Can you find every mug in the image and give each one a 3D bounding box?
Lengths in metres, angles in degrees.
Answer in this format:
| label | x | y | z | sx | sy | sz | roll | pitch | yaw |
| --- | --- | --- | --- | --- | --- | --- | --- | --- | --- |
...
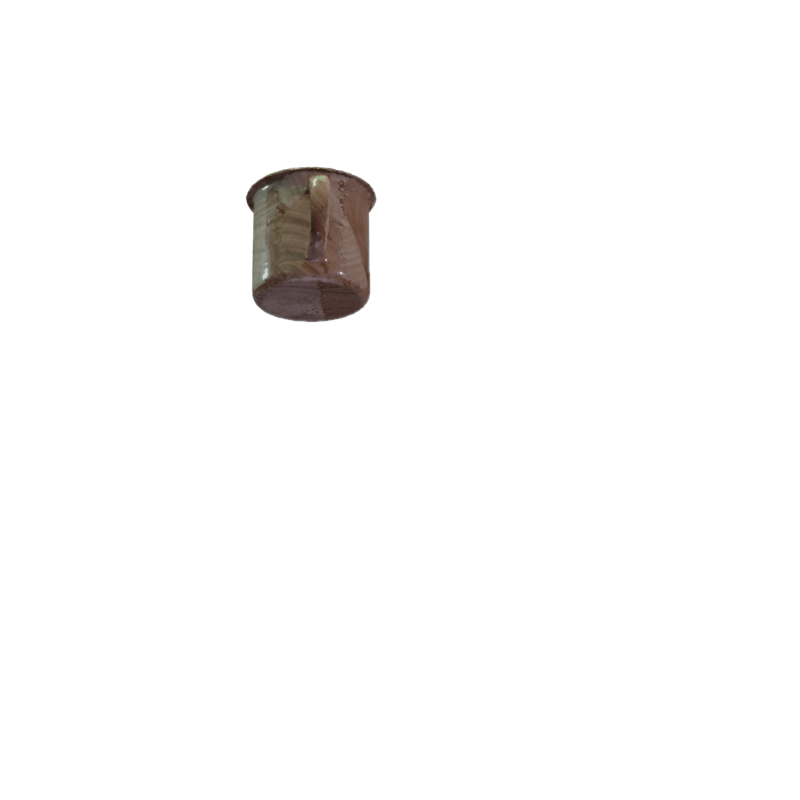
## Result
| label | x | y | z | sx | sy | sz | roll | pitch | yaw |
| --- | --- | --- | --- | --- | --- | --- | --- | --- | --- |
| mug | -0.060 | -0.109 | 0.765 | 0.092 | 0.086 | 0.113 | 3 | -22 | -10 |
